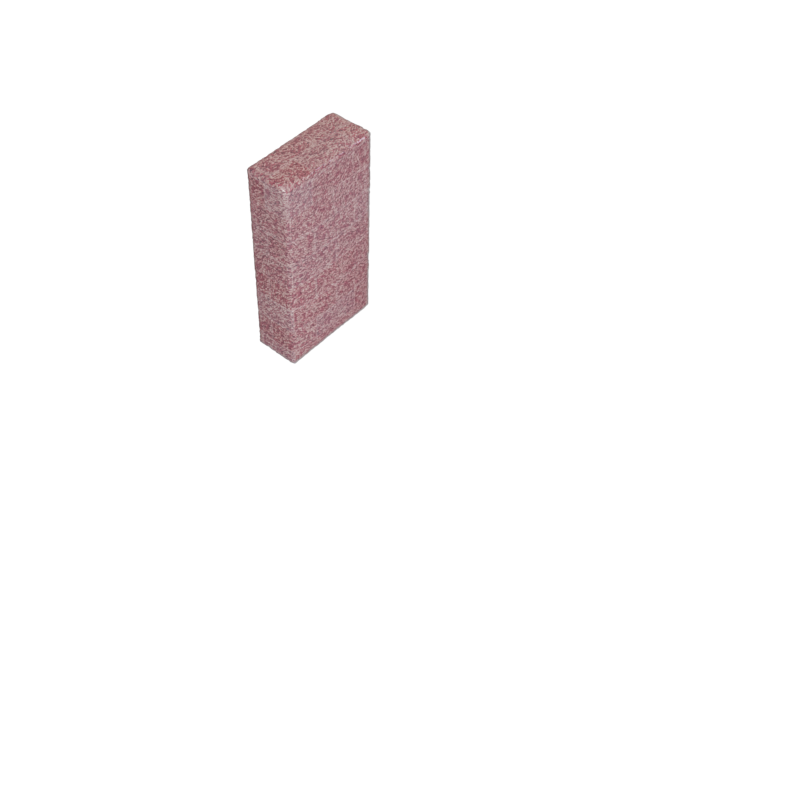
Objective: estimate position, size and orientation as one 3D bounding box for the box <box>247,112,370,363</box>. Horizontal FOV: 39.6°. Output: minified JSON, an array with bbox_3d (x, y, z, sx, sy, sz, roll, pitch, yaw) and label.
[{"bbox_3d":[-0.066,-0.120,0.839,0.051,0.164,0.095,33,54,23],"label":"box"}]
